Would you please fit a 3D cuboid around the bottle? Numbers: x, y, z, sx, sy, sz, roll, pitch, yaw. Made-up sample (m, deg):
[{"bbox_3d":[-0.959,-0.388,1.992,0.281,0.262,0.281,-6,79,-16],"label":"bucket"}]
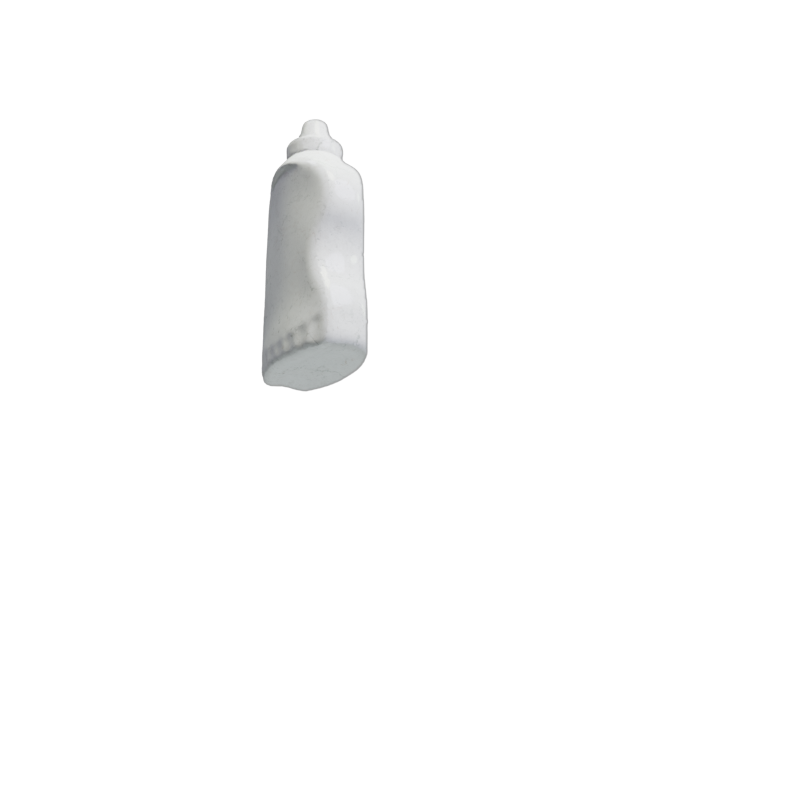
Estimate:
[{"bbox_3d":[-0.060,-0.110,0.770,0.056,0.203,0.095,11,-27,-26],"label":"bottle"}]
